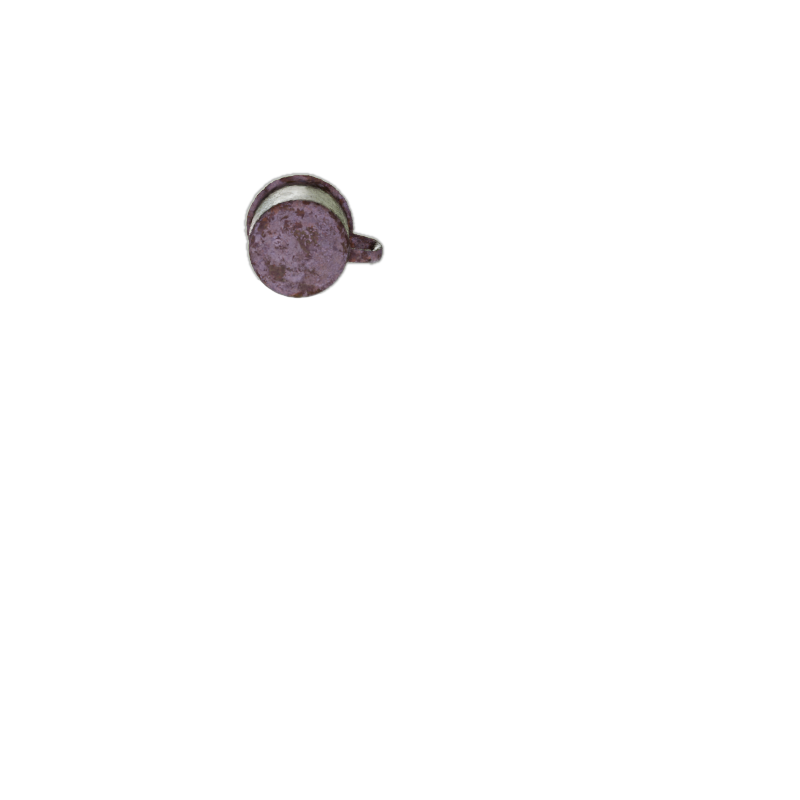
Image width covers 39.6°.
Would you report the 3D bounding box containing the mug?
[{"bbox_3d":[-0.071,-0.130,0.913,0.116,0.090,0.085,13,17,-5],"label":"mug"}]
